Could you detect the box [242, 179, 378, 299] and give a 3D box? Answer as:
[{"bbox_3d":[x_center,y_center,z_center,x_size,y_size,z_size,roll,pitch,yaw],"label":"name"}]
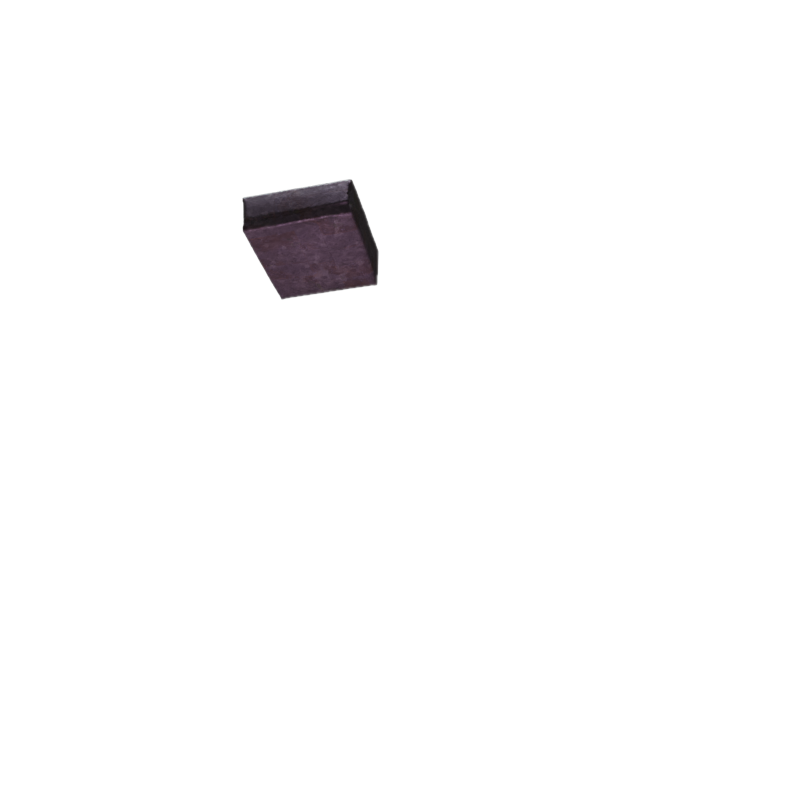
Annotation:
[{"bbox_3d":[-0.071,-0.129,0.906,0.091,0.041,0.105,-7,-31,10],"label":"box"}]
